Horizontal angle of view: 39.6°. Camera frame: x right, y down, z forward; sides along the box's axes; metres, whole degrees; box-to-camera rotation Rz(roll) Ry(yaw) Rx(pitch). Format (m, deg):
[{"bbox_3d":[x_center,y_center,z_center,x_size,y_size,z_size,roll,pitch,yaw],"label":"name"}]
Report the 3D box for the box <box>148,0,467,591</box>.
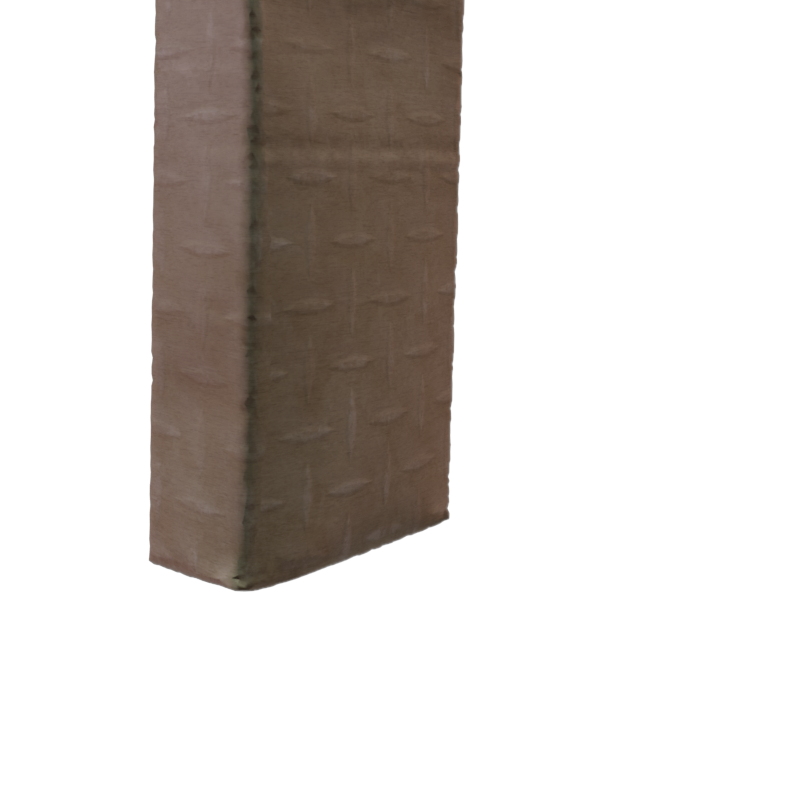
[{"bbox_3d":[-0.025,-0.045,0.317,0.050,0.175,0.090,3,5,39],"label":"box"}]
